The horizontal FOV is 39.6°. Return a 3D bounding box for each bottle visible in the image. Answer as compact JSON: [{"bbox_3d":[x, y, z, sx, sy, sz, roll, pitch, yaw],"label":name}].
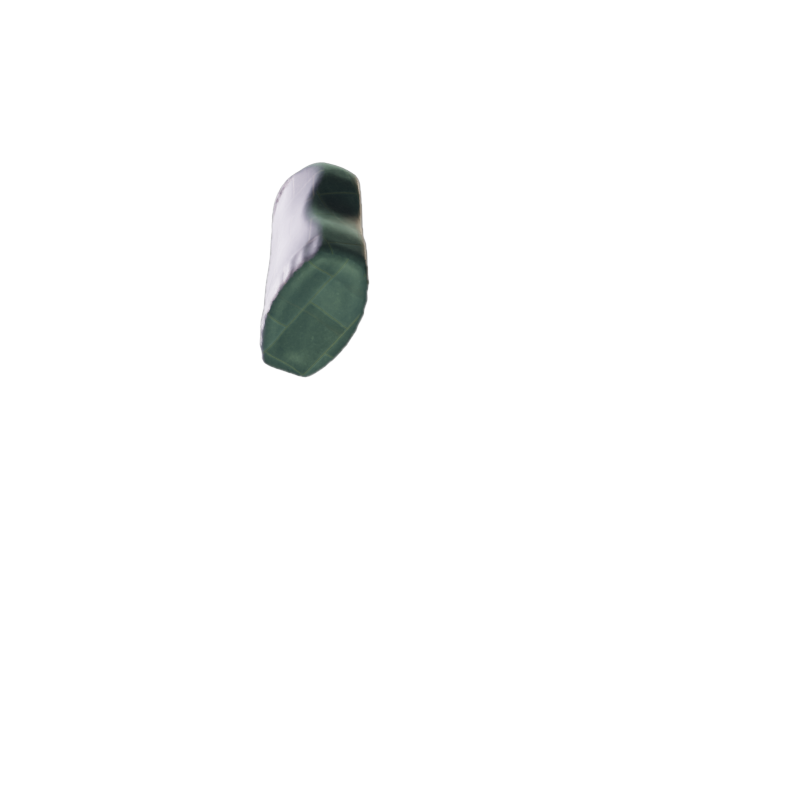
[{"bbox_3d":[-0.059,-0.108,0.755,0.057,0.092,0.205,18,32,-16],"label":"bottle"}]
